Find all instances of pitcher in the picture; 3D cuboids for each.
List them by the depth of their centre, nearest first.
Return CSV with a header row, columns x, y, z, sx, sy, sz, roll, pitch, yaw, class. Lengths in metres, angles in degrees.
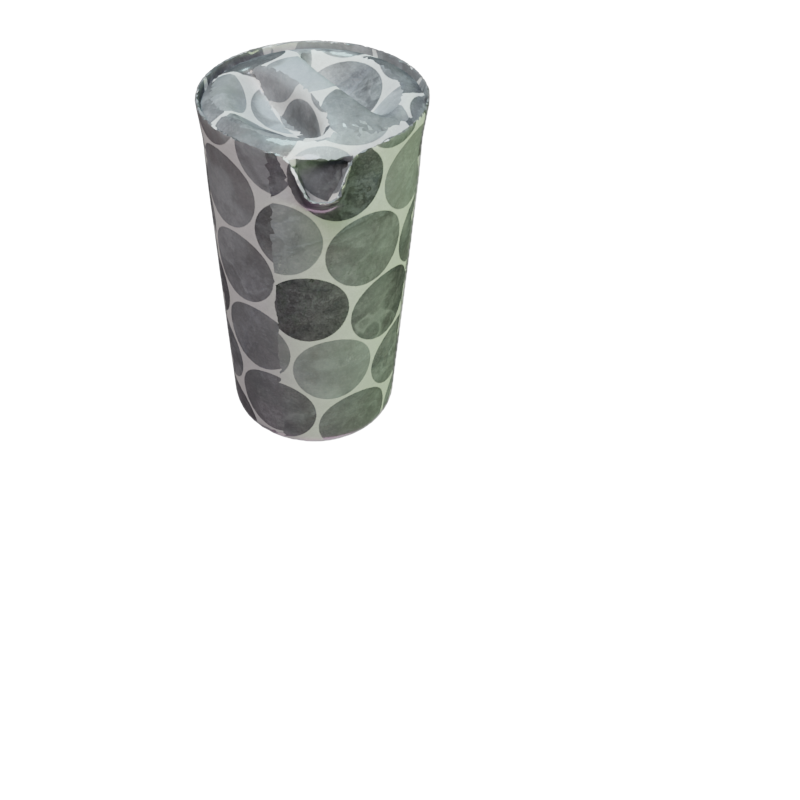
x,y,z,sx,sy,sz,roll,pitch,yaw,class
-0.055,-0.101,0.706,0.153,0.227,0.151,28,47,27,pitcher
